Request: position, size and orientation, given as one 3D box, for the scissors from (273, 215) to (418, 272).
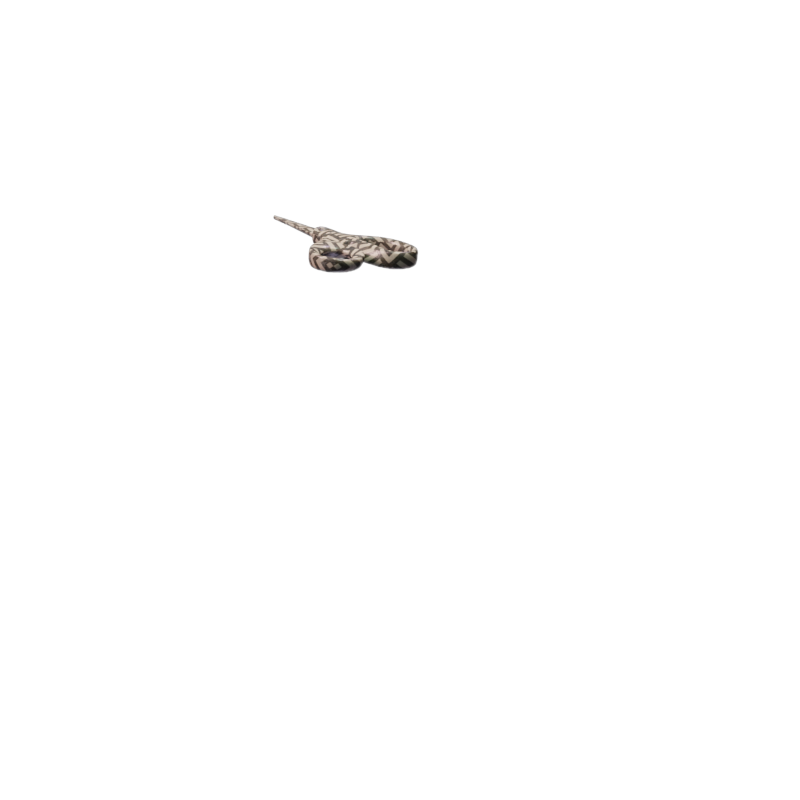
[{"bbox_3d":[-0.074,-0.135,0.948,0.094,0.015,0.213,-19,27,-42],"label":"scissors"}]
